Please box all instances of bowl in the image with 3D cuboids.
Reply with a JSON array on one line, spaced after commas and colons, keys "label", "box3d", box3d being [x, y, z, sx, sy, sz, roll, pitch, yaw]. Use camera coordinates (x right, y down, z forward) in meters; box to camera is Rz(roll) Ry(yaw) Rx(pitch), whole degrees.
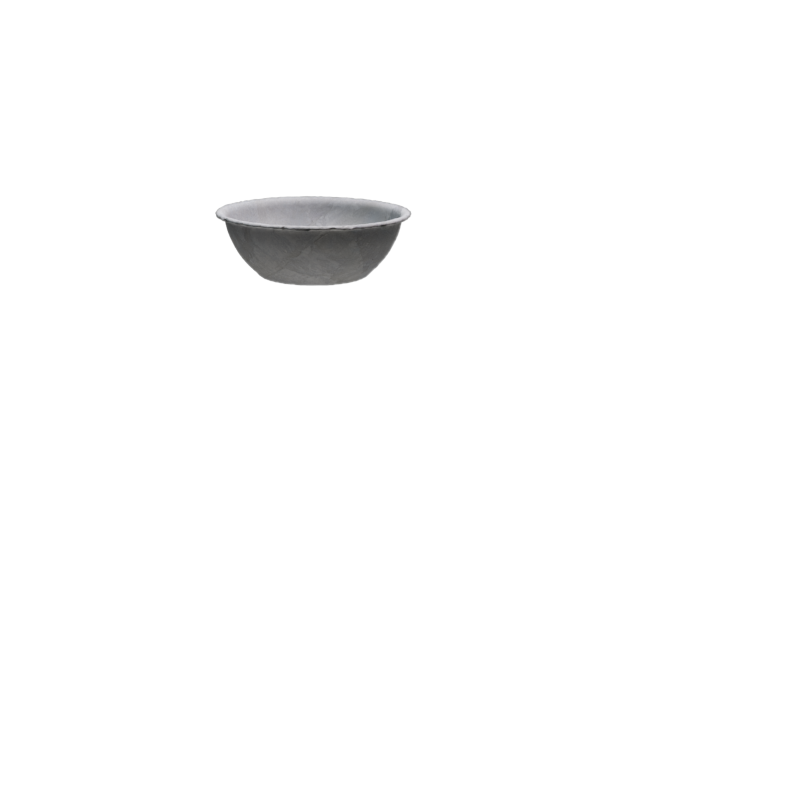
[{"label": "bowl", "box3d": [-0.072, -0.131, 0.921, 0.162, 0.053, 0.168, -1, 18, -2]}]
